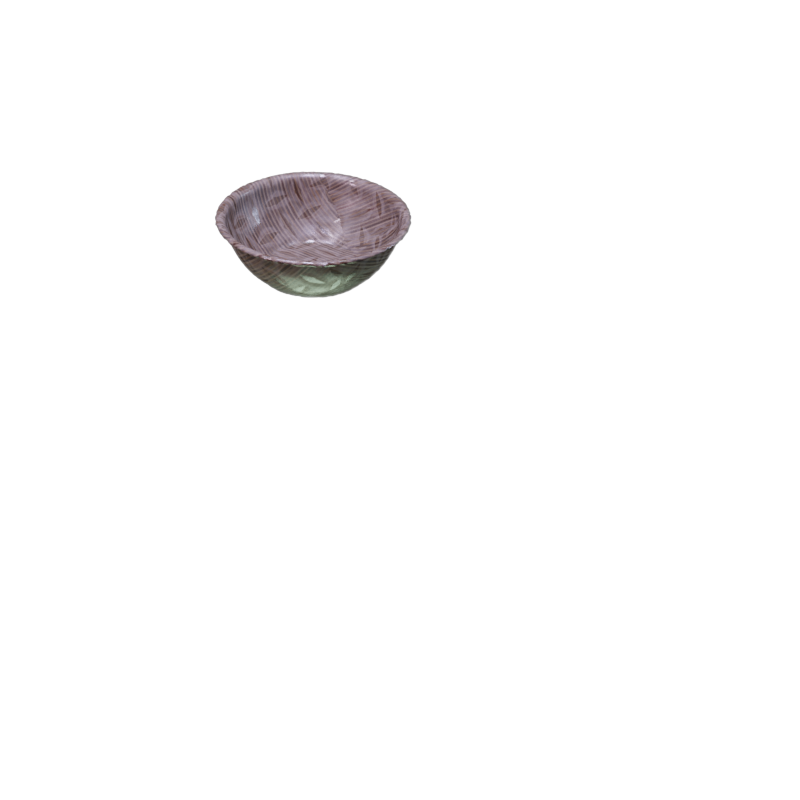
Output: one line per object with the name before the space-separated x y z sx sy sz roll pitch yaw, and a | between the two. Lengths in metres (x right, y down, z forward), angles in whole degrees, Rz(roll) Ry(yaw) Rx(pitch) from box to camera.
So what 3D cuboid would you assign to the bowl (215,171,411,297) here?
bowl | -0.073 -0.133 0.928 0.162 0.052 0.173 -1 35 -2
